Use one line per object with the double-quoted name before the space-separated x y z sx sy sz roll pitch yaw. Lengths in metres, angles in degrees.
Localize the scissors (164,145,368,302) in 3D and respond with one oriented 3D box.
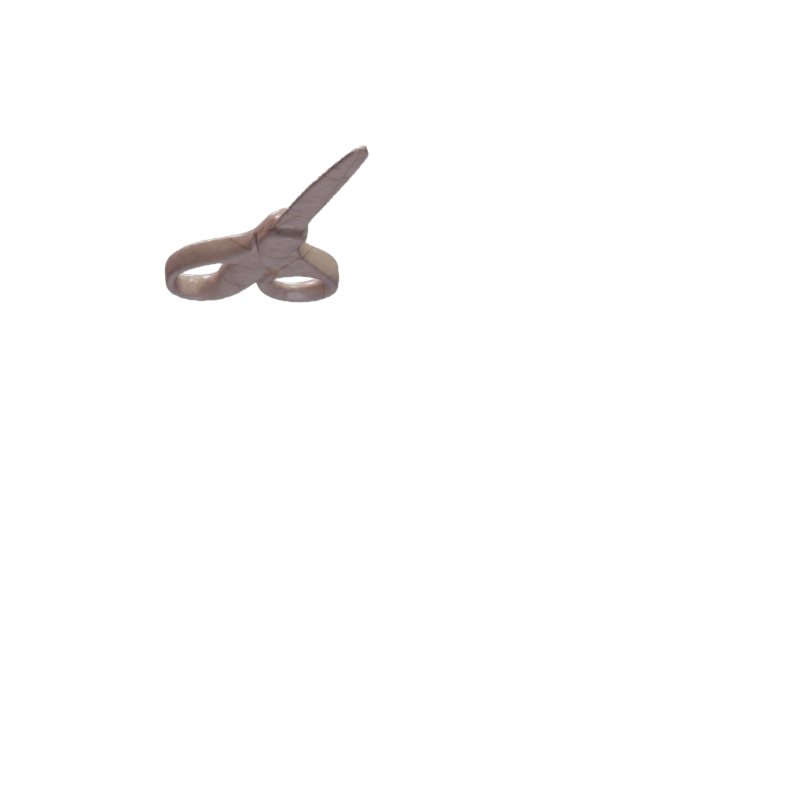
"scissors" -0.040 -0.073 0.509 0.092 0.016 0.204 8 -13 -36
